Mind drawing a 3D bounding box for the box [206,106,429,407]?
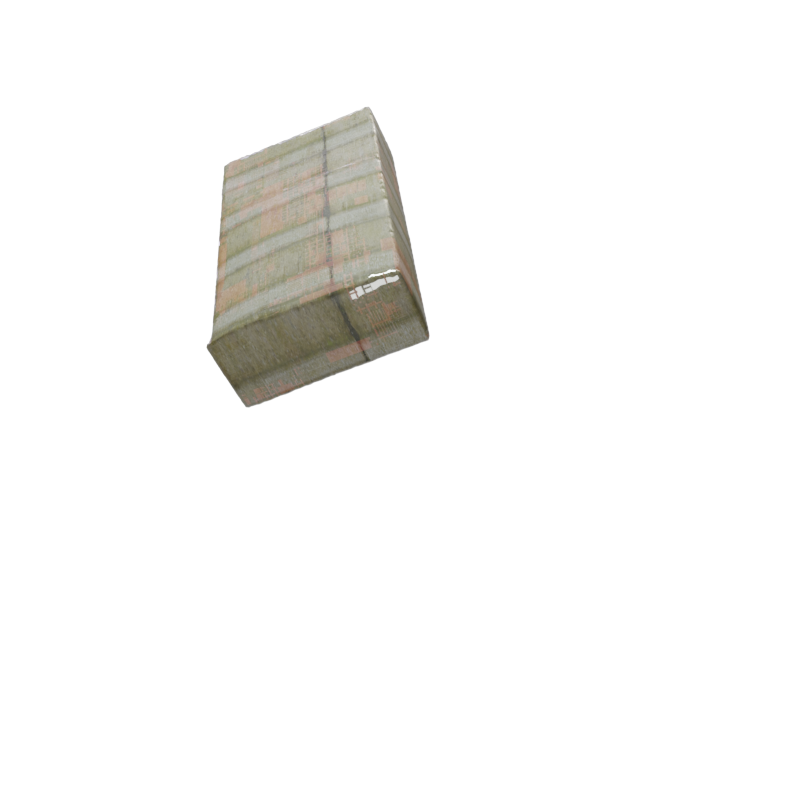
[{"bbox_3d":[-0.043,-0.079,0.556,0.094,0.045,0.188,-20,33,10],"label":"box"}]
